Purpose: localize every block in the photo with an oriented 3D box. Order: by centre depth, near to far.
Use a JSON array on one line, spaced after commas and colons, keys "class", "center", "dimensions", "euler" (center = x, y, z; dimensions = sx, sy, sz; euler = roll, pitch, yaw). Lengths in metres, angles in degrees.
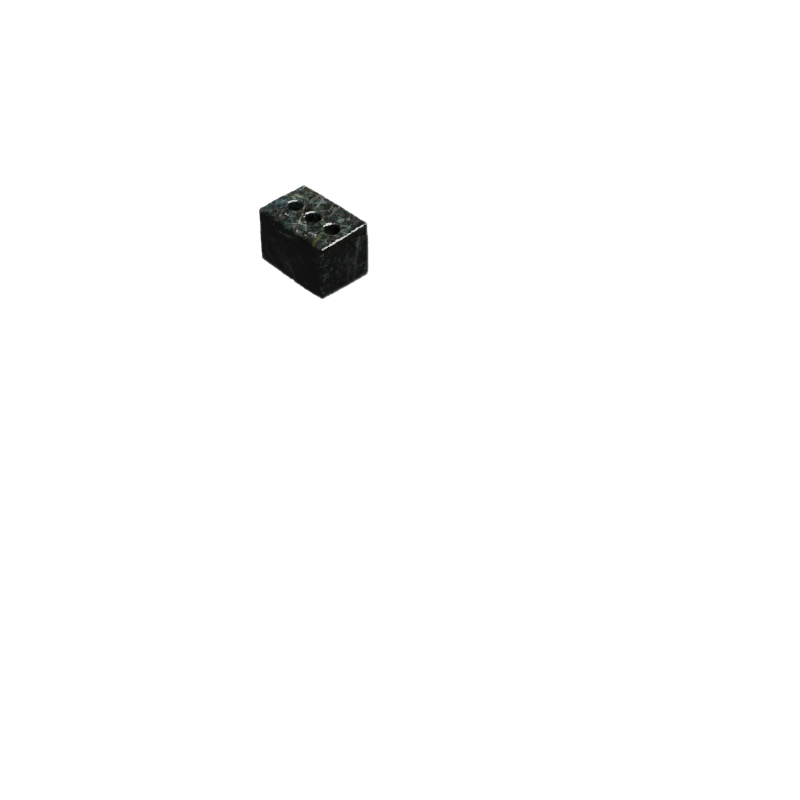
[{"class": "block", "center": [-0.071, -0.129, 0.903], "dimensions": [0.053, 0.048, 0.083], "euler": [-32, 51, -33]}]
